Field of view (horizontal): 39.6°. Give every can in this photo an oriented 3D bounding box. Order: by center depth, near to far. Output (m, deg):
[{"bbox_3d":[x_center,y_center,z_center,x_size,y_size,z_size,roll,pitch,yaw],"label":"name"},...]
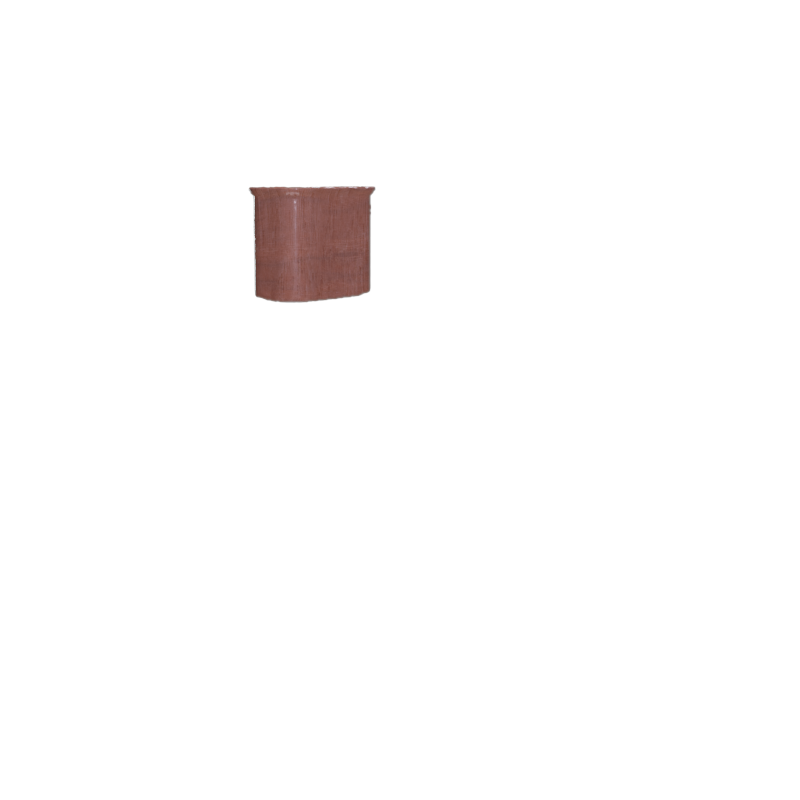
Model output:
[{"bbox_3d":[-0.066,-0.120,0.838,0.060,0.083,0.099,5,9,40],"label":"can"}]
